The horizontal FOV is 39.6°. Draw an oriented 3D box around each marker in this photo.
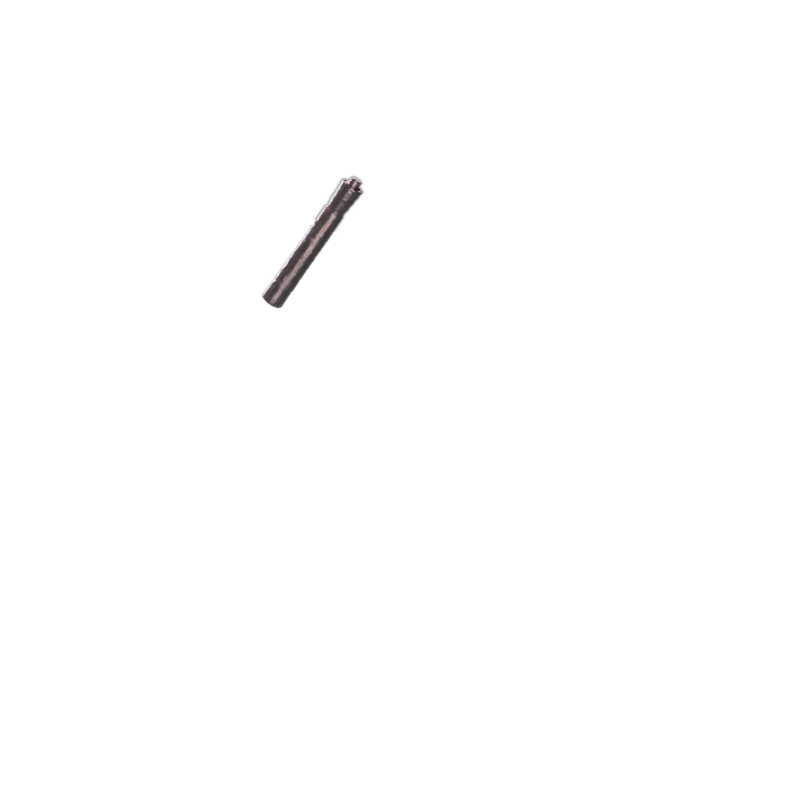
[{"bbox_3d":[-0.067,-0.123,0.860,0.019,0.119,0.021,32,18,-16],"label":"marker"}]
